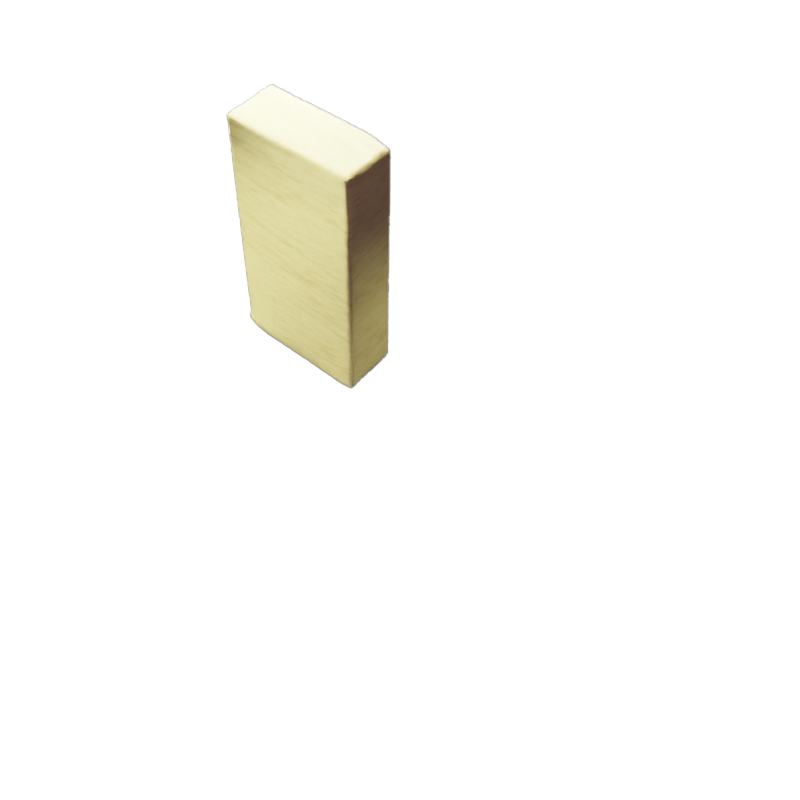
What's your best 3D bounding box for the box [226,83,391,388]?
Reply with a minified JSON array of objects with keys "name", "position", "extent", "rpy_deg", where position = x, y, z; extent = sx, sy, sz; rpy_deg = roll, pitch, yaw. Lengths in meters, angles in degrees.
[{"name":"box","position":[-0.052,-0.096,0.669],"extent":[0.099,0.164,0.049],"rpy_deg":[34,54,25]}]
